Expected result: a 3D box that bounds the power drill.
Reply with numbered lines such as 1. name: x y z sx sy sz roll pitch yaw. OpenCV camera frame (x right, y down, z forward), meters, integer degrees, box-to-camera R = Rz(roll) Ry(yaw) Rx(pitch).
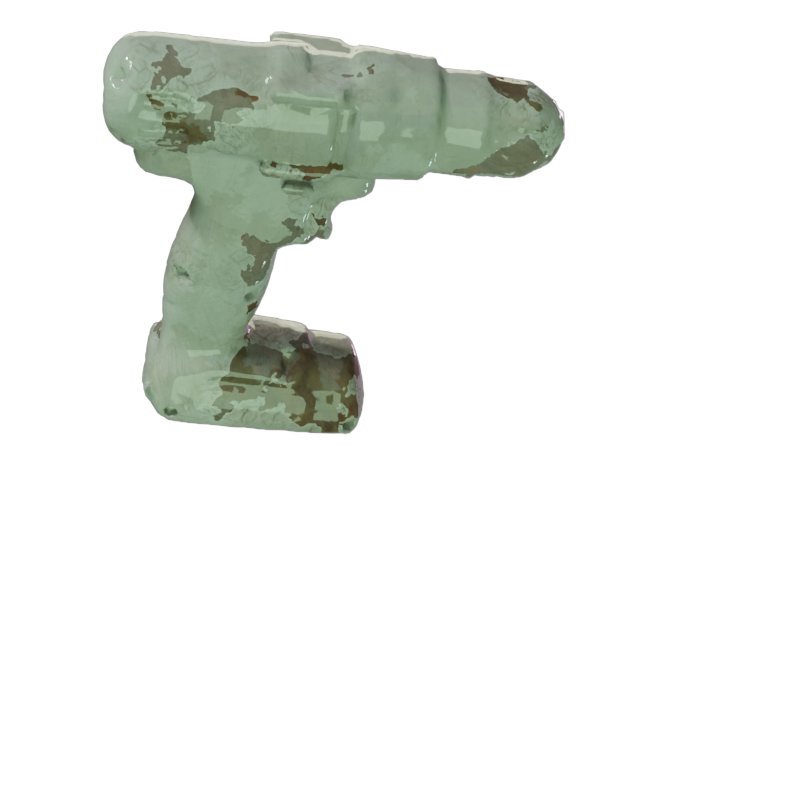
1. power drill: -0.038 -0.069 0.482 0.183 0.177 0.061 7 39 -6
